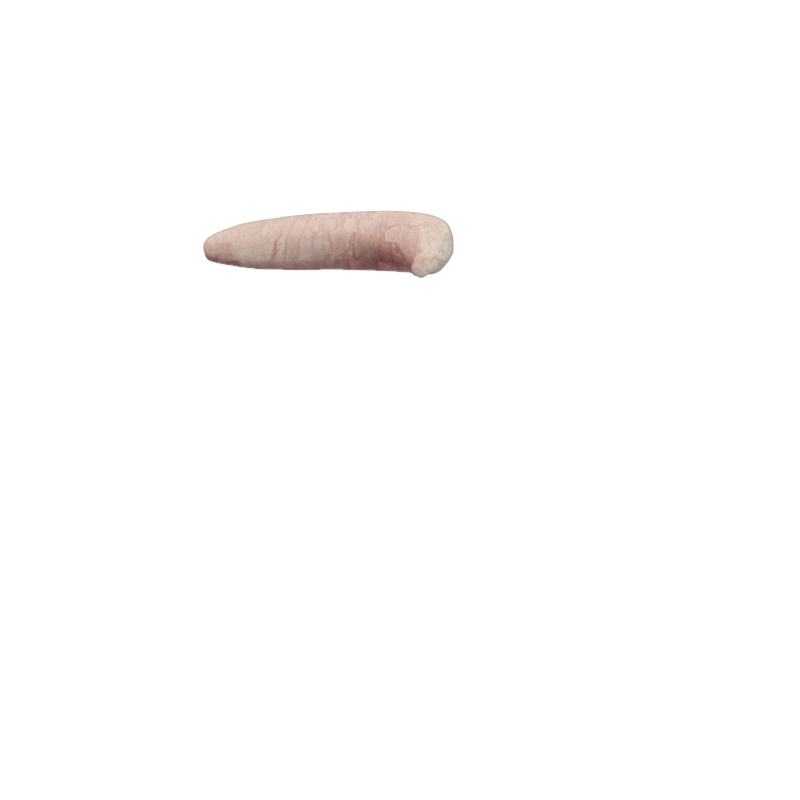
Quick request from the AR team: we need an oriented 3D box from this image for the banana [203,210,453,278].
[{"bbox_3d":[-0.036,-0.095,0.665,0.067,0.036,0.207,-6,10,-43],"label":"banana"}]
